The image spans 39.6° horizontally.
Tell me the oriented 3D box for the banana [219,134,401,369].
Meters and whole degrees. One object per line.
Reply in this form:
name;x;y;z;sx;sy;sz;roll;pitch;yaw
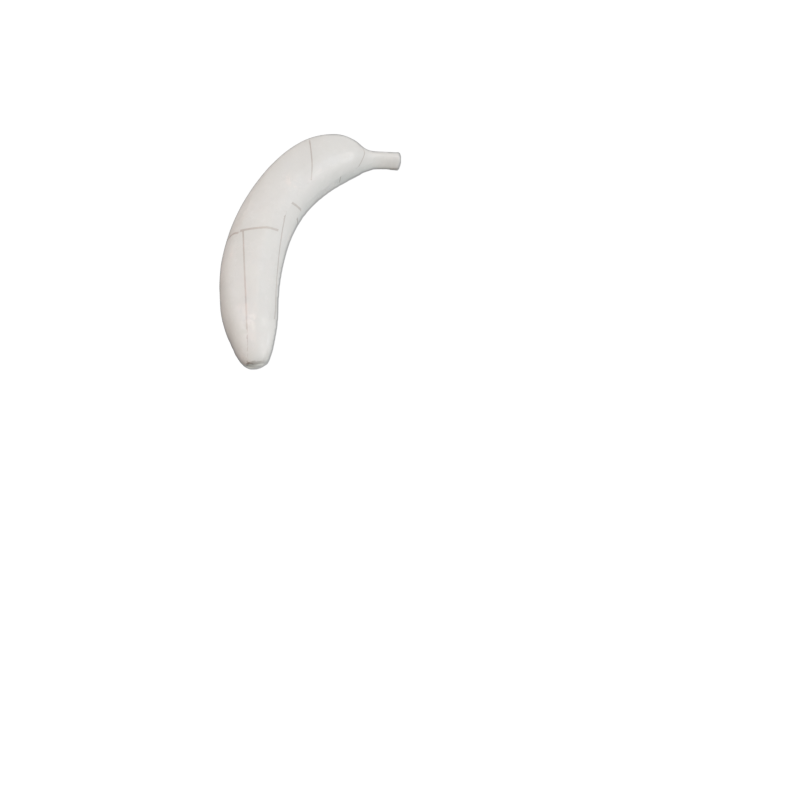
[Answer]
banana;-0.068;-0.107;0.683;0.072;0.205;0.034;20;-35;14
